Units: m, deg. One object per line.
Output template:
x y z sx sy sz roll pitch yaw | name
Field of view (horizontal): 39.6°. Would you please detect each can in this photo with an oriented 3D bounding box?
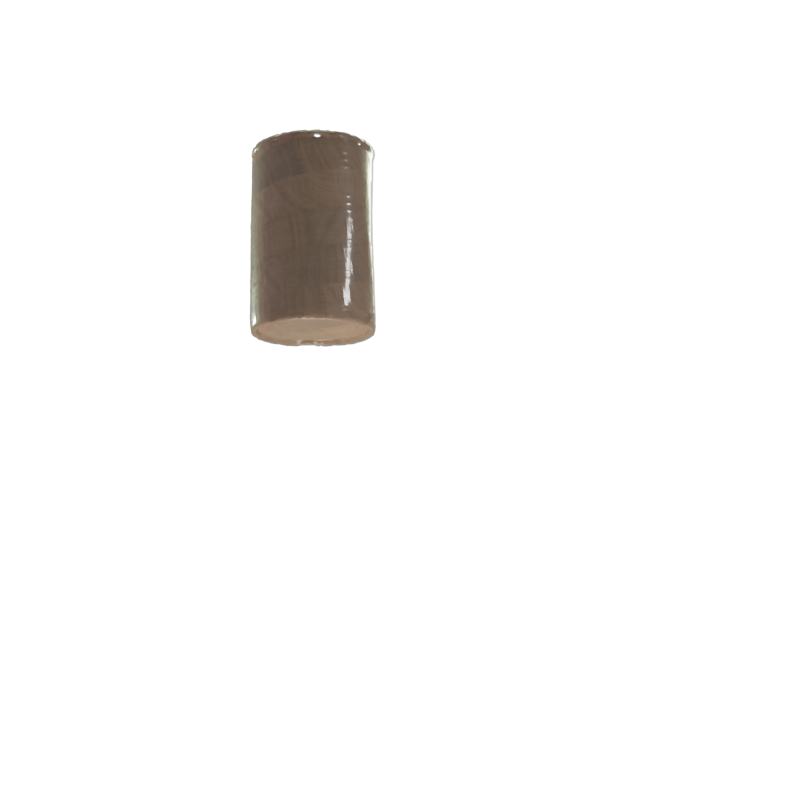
-0.047 -0.085 0.595 0.068 0.106 0.066 0 -15 -2 | can
